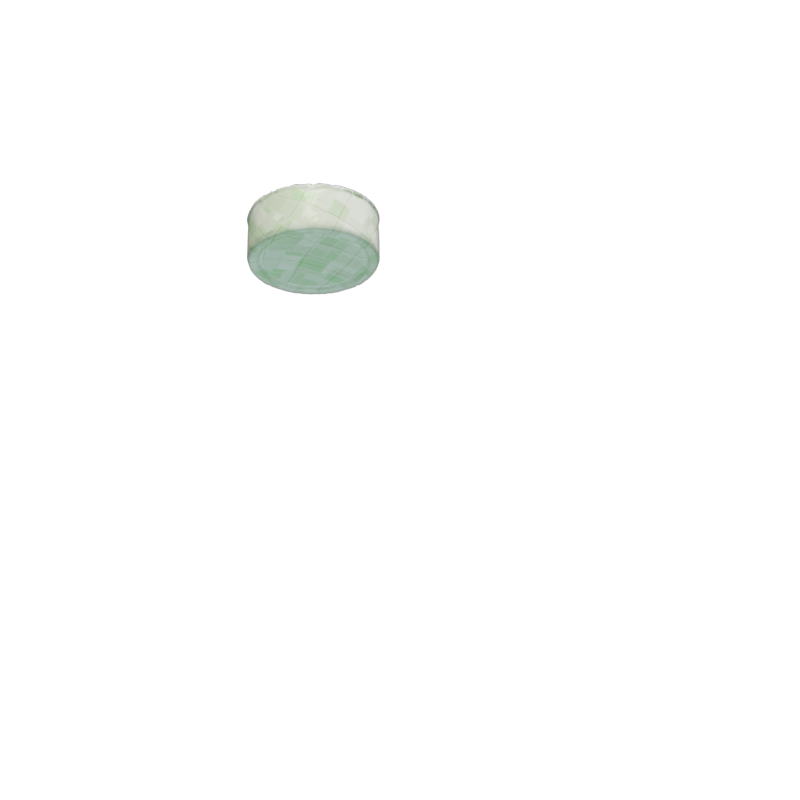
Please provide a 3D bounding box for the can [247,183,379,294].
[{"bbox_3d":[-0.056,-0.101,0.710,0.086,0.036,0.081,1,-26,-2],"label":"can"}]
